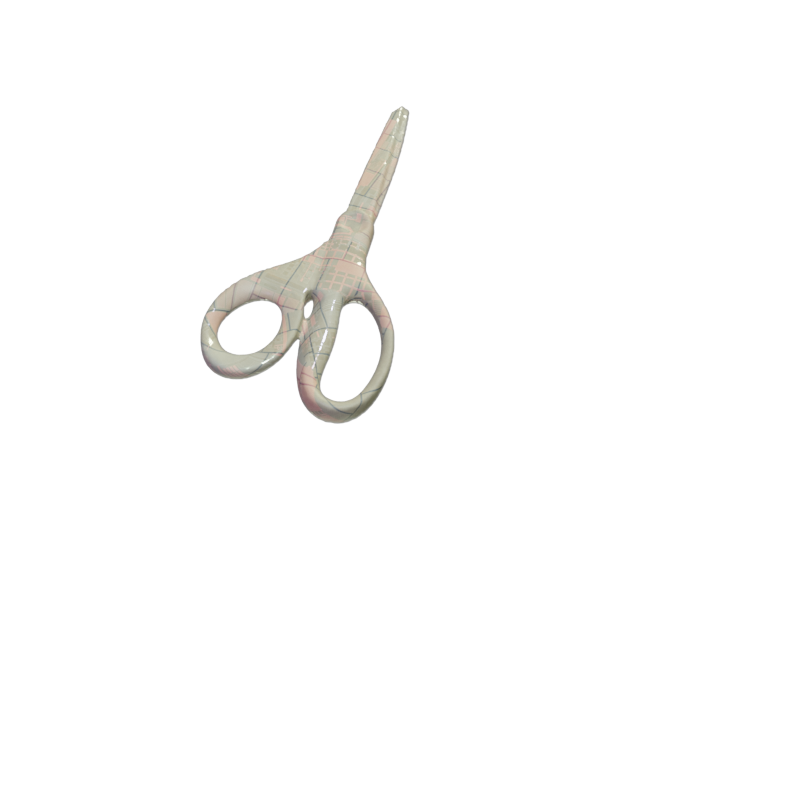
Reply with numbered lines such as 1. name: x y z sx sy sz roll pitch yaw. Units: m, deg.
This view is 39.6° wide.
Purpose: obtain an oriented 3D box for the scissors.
1. scissors: -0.042 -0.077 0.538 0.096 0.216 0.015 0 -39 0
